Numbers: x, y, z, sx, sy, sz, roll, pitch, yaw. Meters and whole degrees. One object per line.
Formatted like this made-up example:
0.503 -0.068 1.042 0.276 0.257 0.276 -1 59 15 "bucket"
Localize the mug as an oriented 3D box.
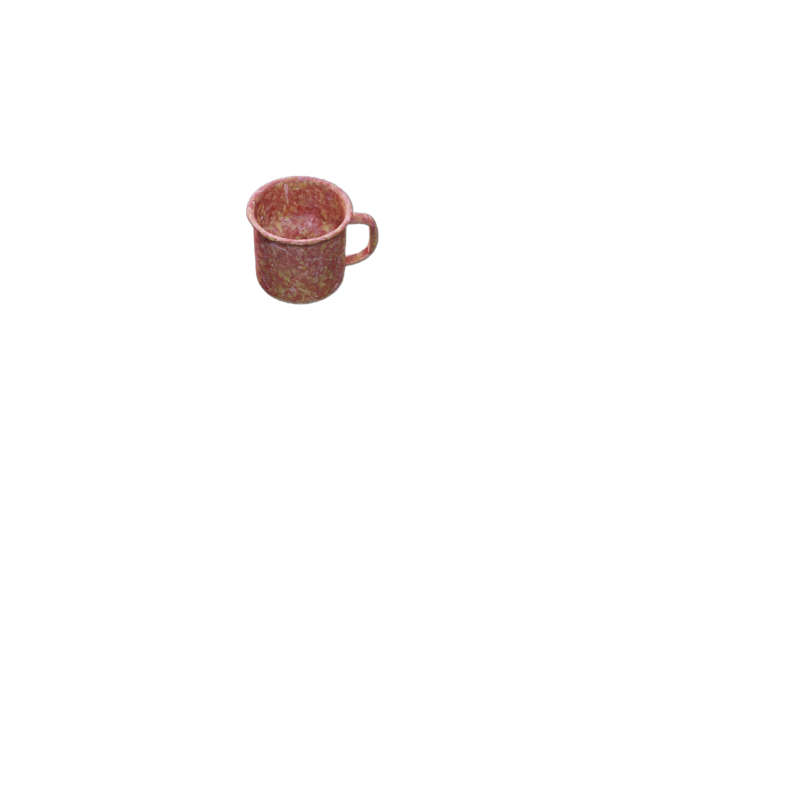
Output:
-0.077 -0.141 0.988 0.116 0.076 0.101 -6 46 -8 "mug"
